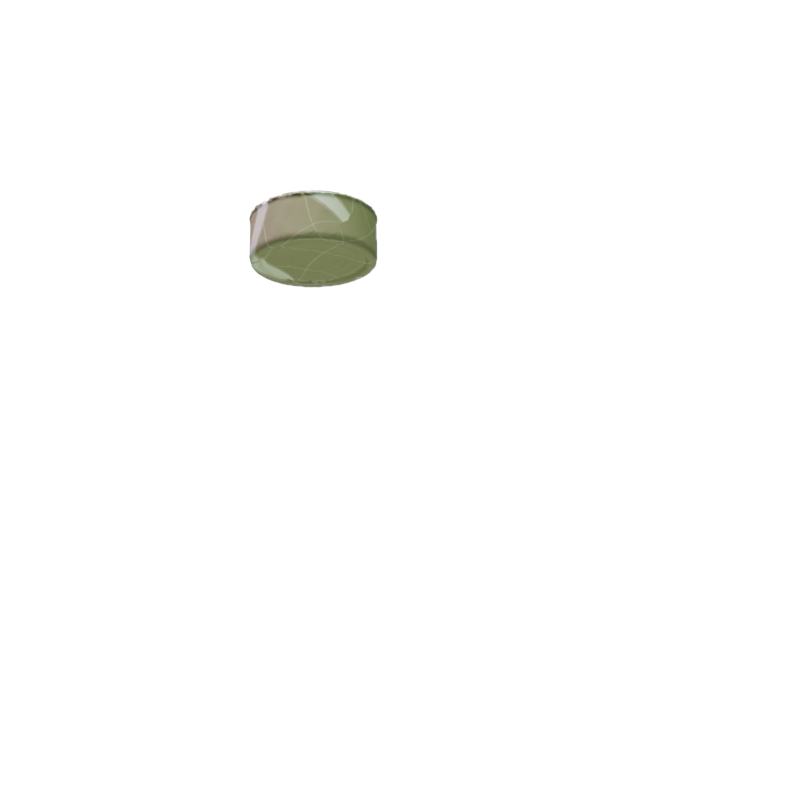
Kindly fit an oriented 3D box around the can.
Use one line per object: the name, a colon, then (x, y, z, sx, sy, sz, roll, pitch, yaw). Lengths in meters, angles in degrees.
can: (-0.058, -0.105, 0.737, 0.086, 0.035, 0.082, 0, -18, -2)
